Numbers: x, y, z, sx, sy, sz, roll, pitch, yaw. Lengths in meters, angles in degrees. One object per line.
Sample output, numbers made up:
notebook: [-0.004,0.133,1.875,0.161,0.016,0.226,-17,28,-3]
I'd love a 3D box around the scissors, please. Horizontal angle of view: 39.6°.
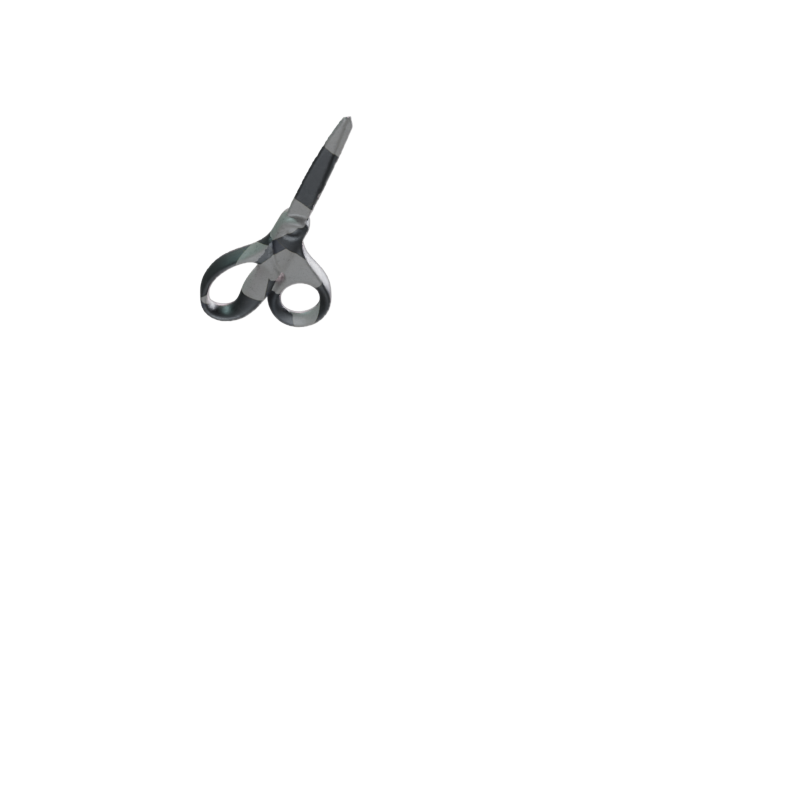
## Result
scissors: [-0.055,-0.100,0.701,0.091,0.017,0.199,24,-41,-31]
